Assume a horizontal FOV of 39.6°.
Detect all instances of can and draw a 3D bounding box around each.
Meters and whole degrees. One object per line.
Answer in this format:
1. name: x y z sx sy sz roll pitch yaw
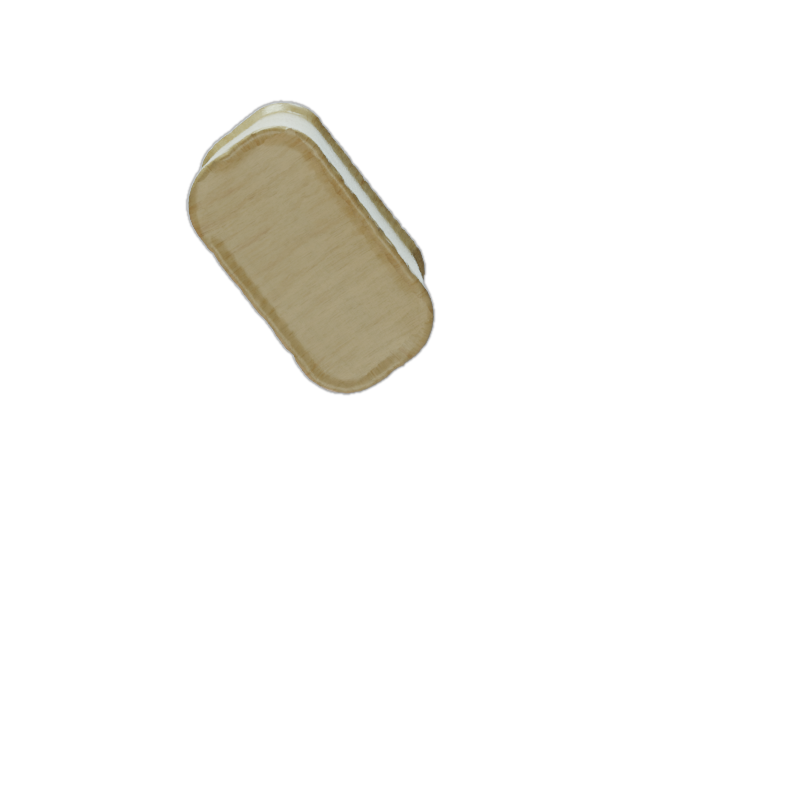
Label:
1. can: -0.032 -0.059 0.415 0.057 0.099 0.086 -37 12 7
